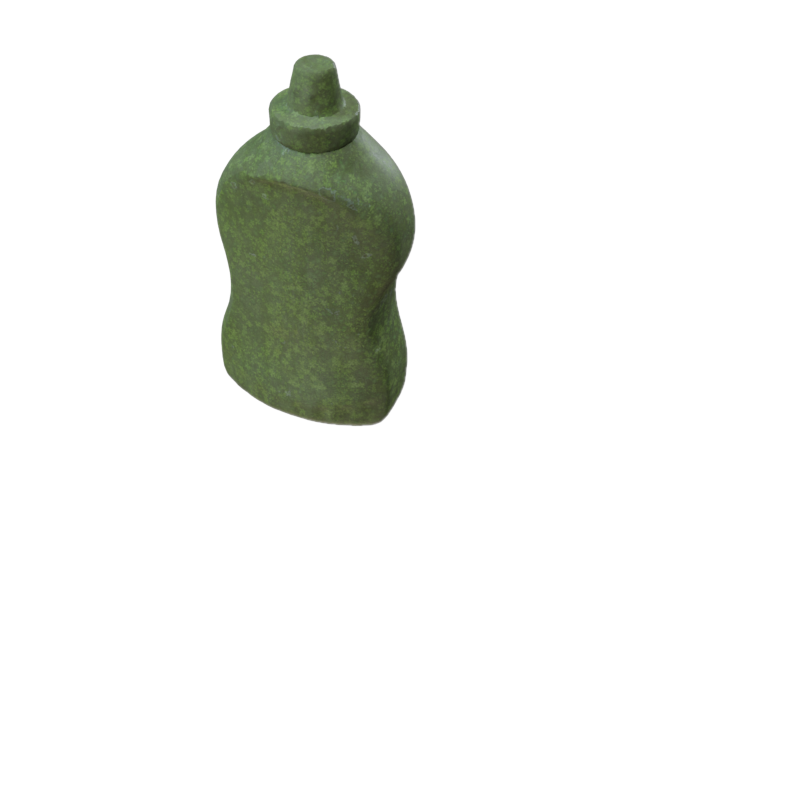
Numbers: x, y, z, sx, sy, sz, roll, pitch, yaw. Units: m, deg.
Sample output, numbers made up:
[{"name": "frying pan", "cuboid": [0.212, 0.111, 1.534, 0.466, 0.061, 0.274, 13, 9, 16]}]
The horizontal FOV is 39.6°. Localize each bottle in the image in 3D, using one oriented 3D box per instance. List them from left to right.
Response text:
[{"name": "bottle", "cuboid": [-0.042, -0.077, 0.534, 0.100, 0.179, 0.060, 19, 43, 18]}]
